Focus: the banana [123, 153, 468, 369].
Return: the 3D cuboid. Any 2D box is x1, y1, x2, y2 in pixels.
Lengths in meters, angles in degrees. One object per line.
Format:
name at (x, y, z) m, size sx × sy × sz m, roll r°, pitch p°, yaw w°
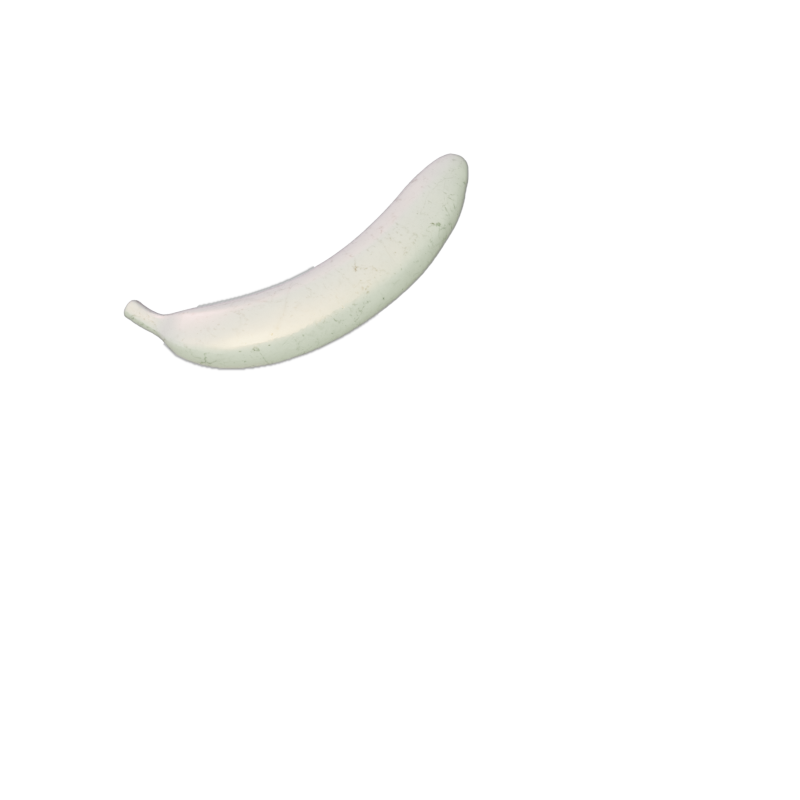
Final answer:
banana at (-0.040, -0.064, 0.564) m, size 0.197 × 0.073 × 0.035 m, roll -26°, pitch -19°, yaw -11°
